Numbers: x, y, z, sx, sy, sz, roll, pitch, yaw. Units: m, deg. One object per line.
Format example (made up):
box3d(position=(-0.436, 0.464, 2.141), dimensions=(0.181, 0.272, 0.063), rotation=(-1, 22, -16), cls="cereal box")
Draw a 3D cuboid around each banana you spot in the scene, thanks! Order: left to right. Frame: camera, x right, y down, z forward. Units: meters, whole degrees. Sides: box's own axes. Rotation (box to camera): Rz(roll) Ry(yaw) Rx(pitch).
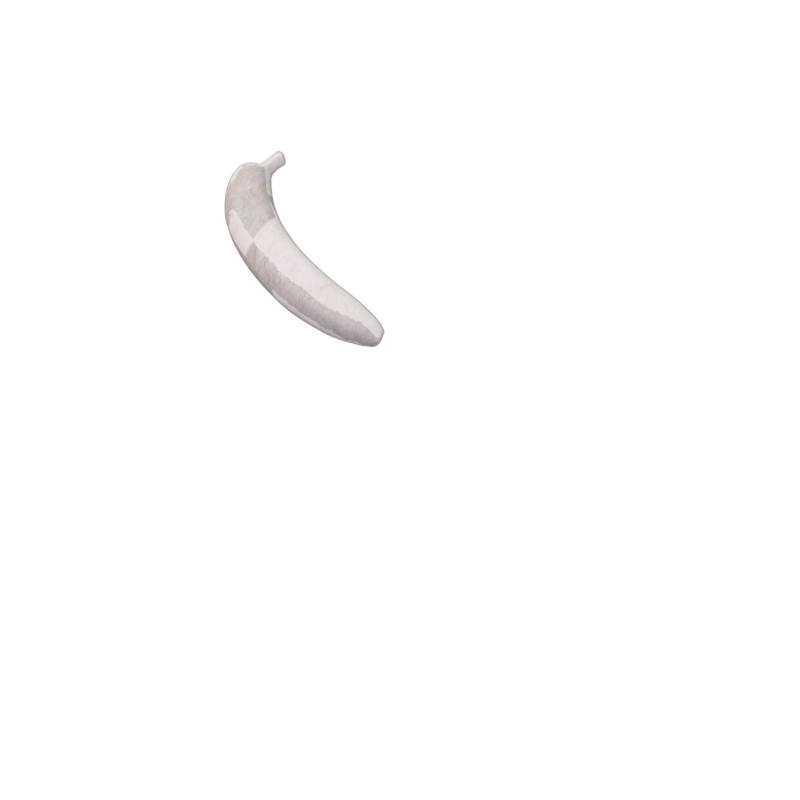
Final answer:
box3d(position=(-0.081, -0.110, 0.791), dimensions=(0.069, 0.213, 0.034), rotation=(-19, -34, -14), cls="banana")
